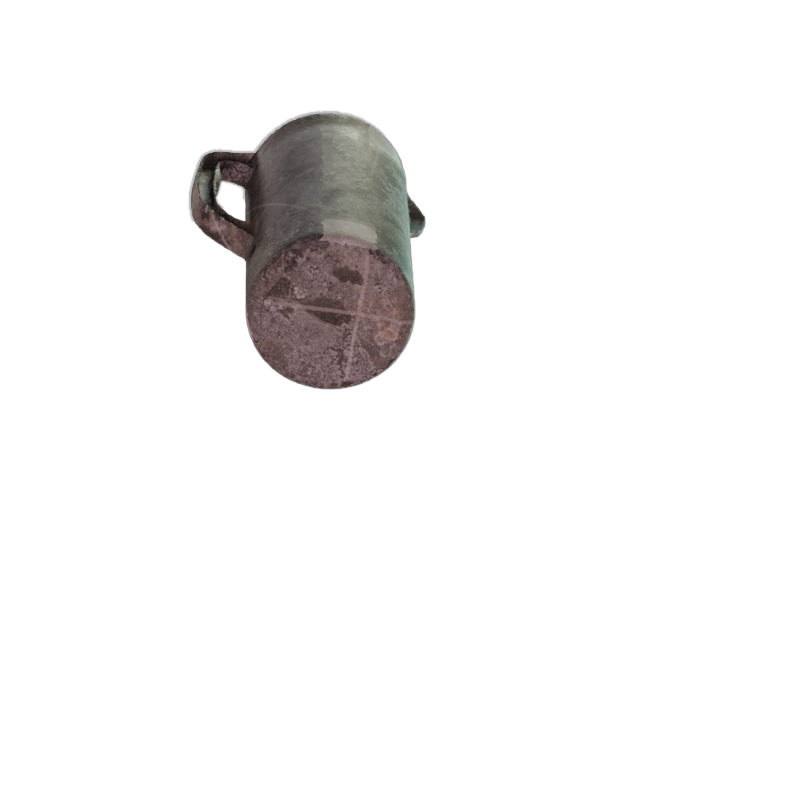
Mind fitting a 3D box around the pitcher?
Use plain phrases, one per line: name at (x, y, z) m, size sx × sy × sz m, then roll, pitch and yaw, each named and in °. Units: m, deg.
pitcher at (-0.063, -0.114, 0.800) m, size 0.149 × 0.137 × 0.257 m, roll -23°, pitch 27°, yaw 9°
